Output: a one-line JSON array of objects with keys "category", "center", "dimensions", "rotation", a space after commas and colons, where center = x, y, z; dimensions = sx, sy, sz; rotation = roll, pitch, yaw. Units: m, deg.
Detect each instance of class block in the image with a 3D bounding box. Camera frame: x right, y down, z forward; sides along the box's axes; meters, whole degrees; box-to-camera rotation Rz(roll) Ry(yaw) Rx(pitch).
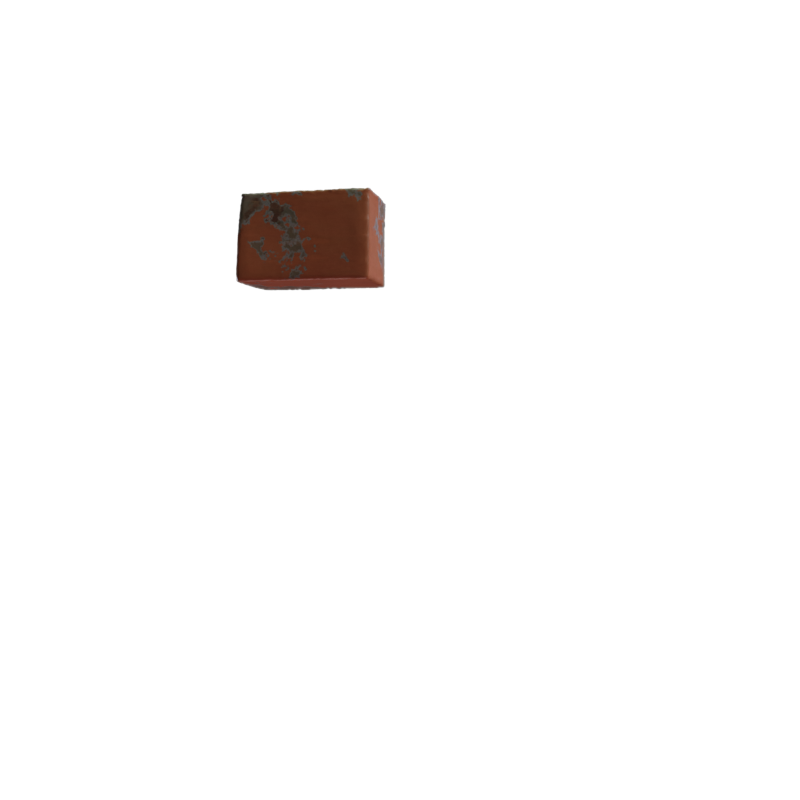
[{"category": "block", "center": [-0.050, -0.092, 0.645], "dimensions": [0.079, 0.052, 0.051], "rotation": [-1, -4, 12]}]
